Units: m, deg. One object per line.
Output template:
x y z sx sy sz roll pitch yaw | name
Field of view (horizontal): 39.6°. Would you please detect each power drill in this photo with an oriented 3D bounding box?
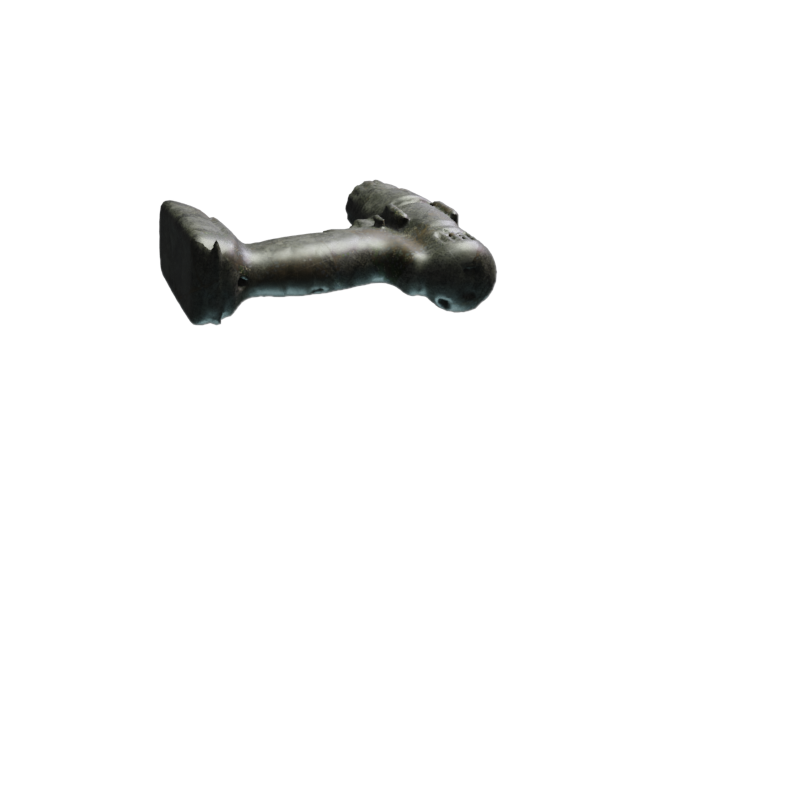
-0.055 -0.101 0.708 0.184 0.055 0.196 -8 24 -18 | power drill
